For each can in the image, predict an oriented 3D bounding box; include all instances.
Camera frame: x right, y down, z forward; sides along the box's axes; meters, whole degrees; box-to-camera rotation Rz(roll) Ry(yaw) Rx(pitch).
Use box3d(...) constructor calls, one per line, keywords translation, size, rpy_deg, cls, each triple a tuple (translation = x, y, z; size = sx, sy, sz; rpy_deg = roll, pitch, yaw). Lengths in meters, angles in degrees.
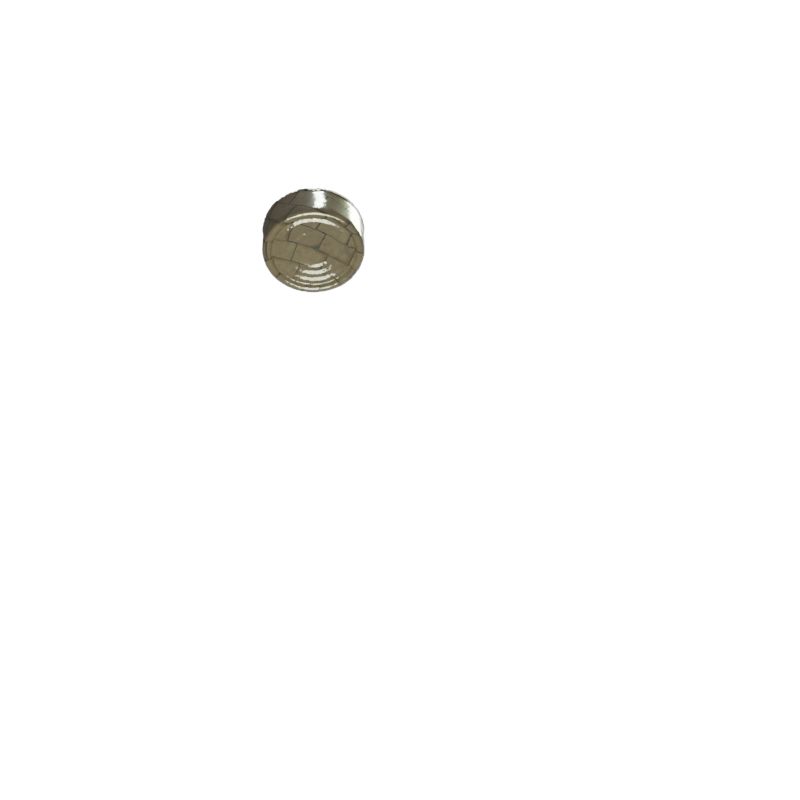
box3d(translation=(-0.072, -0.132, 0.923), size=(0.086, 0.080, 0.036), rpy_deg=(1, 39, -1), cls="can")
